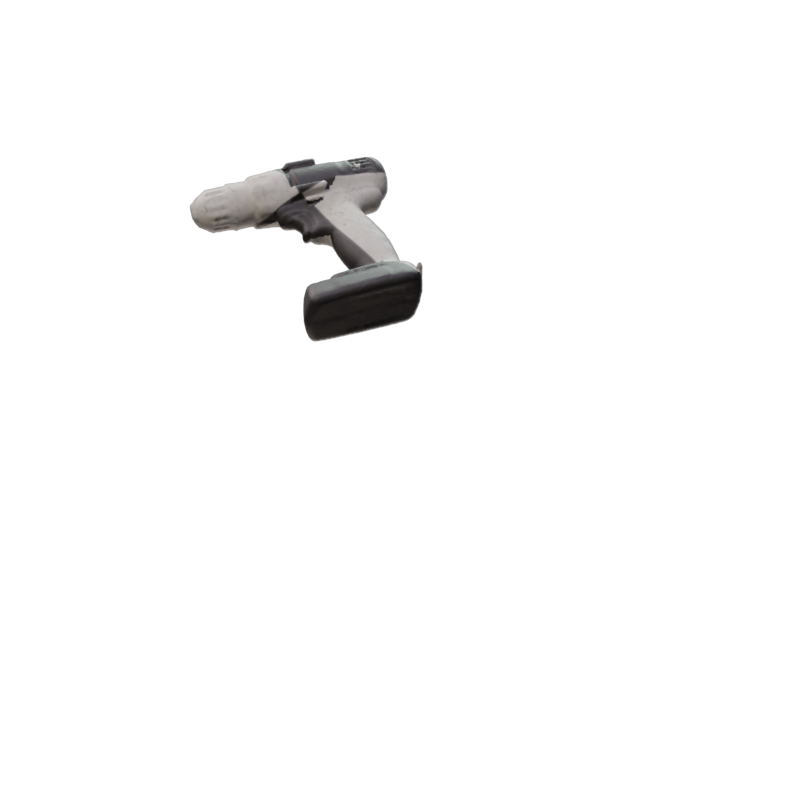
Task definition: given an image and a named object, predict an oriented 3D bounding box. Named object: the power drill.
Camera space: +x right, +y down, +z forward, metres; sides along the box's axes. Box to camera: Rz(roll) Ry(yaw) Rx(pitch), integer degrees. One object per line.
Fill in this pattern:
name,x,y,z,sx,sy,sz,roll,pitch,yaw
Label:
power drill,-0.076,-0.138,0.966,0.182,0.203,0.053,-15,-41,-14
